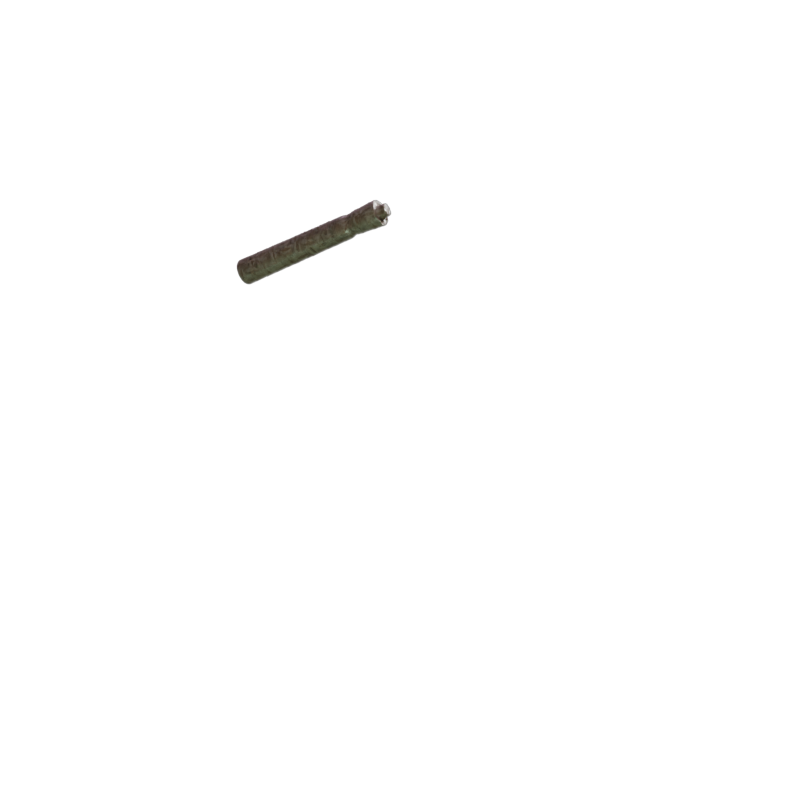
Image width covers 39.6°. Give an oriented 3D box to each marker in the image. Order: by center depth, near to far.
[{"bbox_3d":[-0.060,-0.109,0.762,0.122,0.020,0.019,-19,-5,27],"label":"marker"}]
